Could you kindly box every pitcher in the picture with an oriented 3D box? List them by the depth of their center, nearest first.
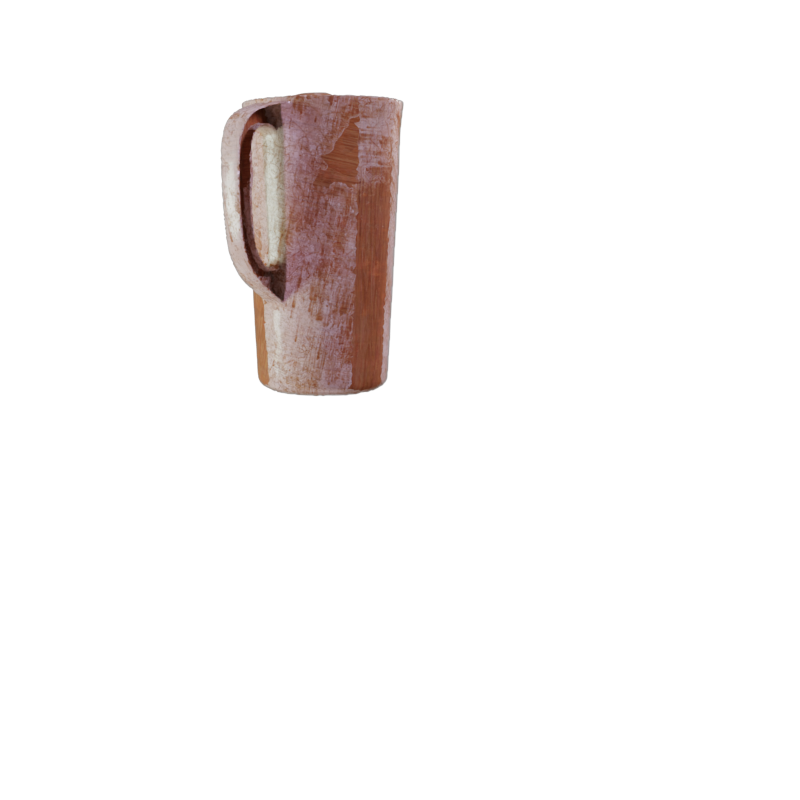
[{"bbox_3d":[-0.071,-0.130,0.909,0.148,0.242,0.147,0,3,-6],"label":"pitcher"}]
